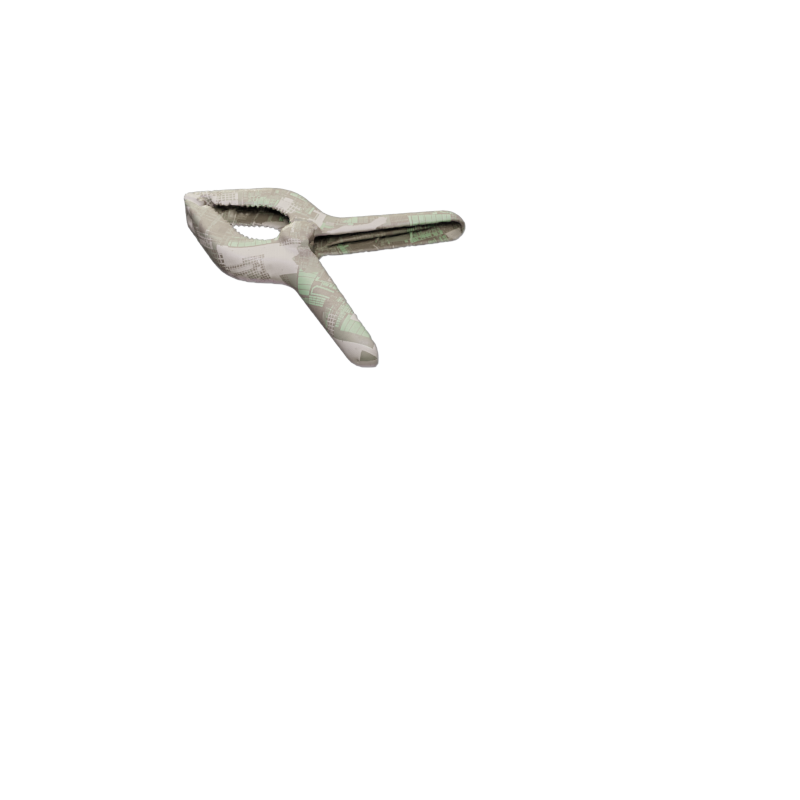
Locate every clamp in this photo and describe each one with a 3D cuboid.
[{"bbox_3d":[-0.065,-0.119,0.833,0.221,0.034,0.168,26,50,23],"label":"clamp"}]
